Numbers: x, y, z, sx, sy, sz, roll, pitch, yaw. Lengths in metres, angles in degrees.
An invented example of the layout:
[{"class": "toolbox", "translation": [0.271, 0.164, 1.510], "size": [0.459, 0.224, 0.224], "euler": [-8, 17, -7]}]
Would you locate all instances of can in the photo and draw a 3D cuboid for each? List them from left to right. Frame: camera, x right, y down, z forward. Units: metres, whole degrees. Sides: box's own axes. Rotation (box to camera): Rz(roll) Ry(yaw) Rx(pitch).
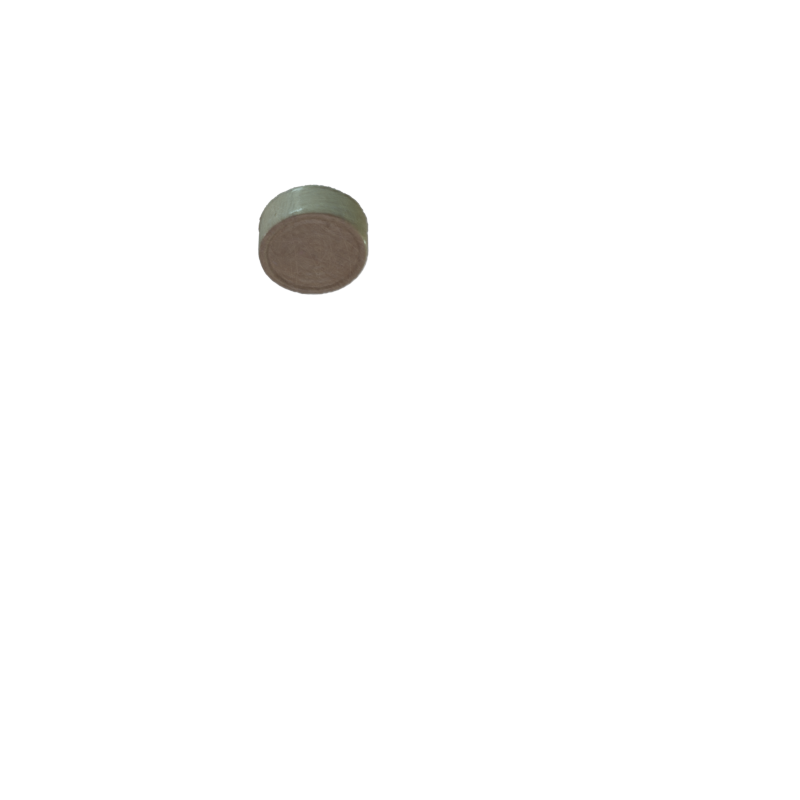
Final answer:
[{"class": "can", "translation": [-0.067, -0.122, 0.854], "size": [0.086, 0.080, 0.036], "euler": [1, 44, -1]}]
